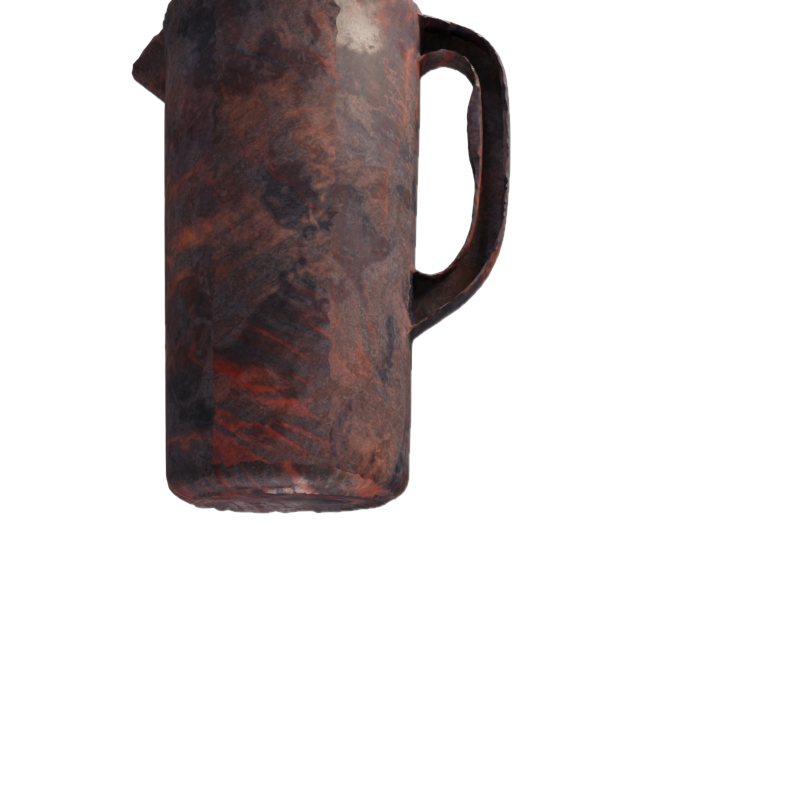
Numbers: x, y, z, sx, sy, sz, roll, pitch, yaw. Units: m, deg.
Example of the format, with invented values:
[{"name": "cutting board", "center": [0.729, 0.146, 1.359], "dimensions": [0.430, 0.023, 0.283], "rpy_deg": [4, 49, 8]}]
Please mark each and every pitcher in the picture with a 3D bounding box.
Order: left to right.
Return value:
[{"name": "pitcher", "center": [-0.041, -0.075, 0.525], "dimensions": [0.138, 0.253, 0.151], "rpy_deg": [12, -21, -38]}]
